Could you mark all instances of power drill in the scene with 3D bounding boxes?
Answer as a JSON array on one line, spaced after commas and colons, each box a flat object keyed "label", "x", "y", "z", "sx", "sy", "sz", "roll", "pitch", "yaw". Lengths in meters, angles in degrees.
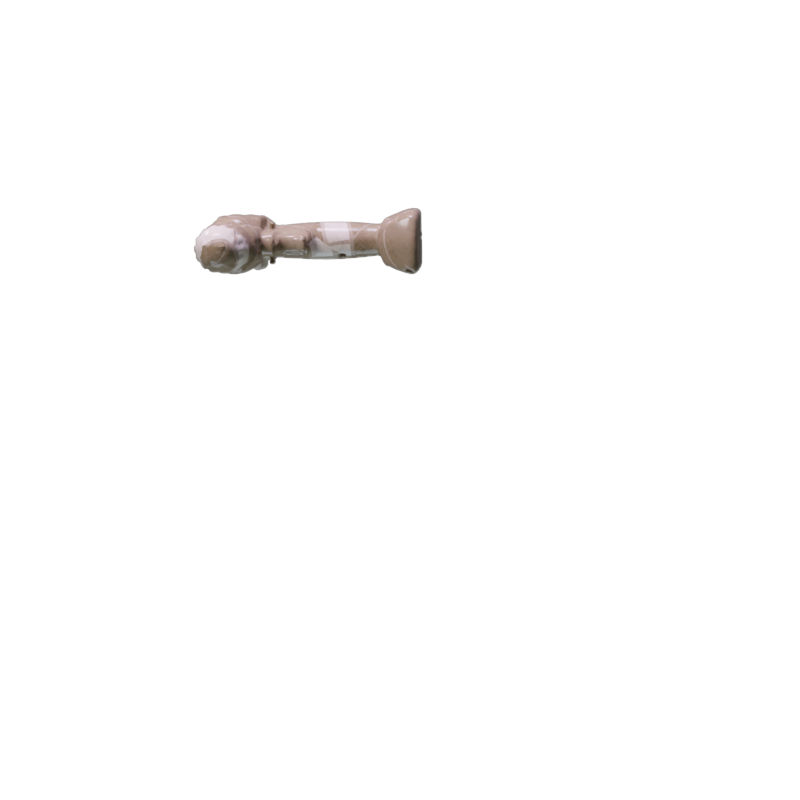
[{"label": "power drill", "x": -0.076, "y": -0.139, "z": 0.974, "sx": 0.190, "sy": 0.056, "sz": 0.186, "roll": 2, "pitch": 12, "yaw": 7}]
